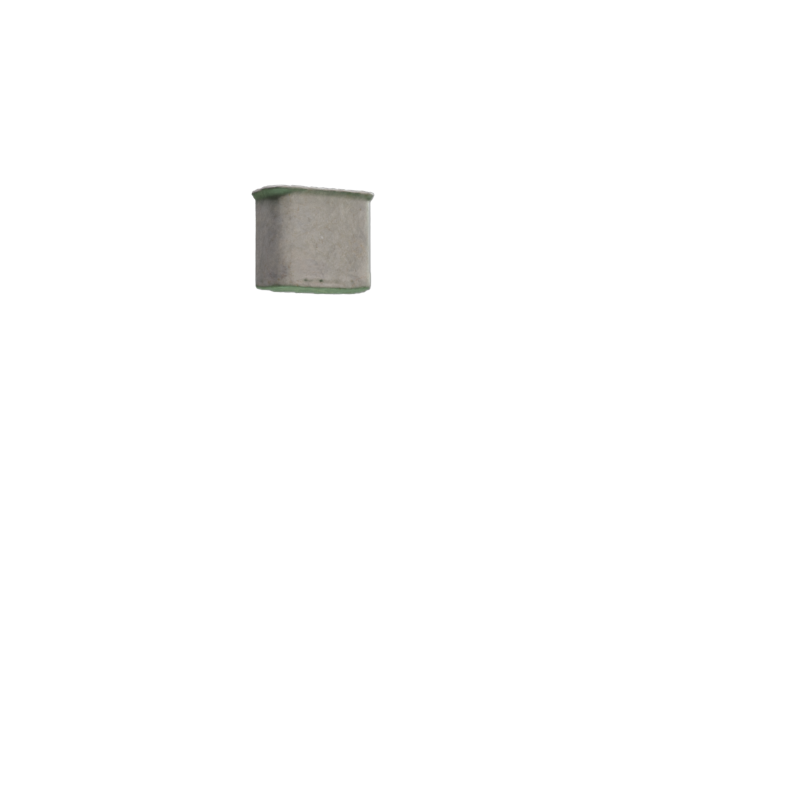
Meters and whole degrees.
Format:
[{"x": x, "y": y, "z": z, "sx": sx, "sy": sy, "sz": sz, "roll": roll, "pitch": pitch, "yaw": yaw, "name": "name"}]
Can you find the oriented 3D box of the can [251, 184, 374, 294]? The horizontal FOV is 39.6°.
[{"x": -0.073, "y": -0.133, "z": 0.929, "sx": 0.098, "sy": 0.085, "sz": 0.059, "roll": 1, "pitch": -4, "yaw": -29, "name": "can"}]
